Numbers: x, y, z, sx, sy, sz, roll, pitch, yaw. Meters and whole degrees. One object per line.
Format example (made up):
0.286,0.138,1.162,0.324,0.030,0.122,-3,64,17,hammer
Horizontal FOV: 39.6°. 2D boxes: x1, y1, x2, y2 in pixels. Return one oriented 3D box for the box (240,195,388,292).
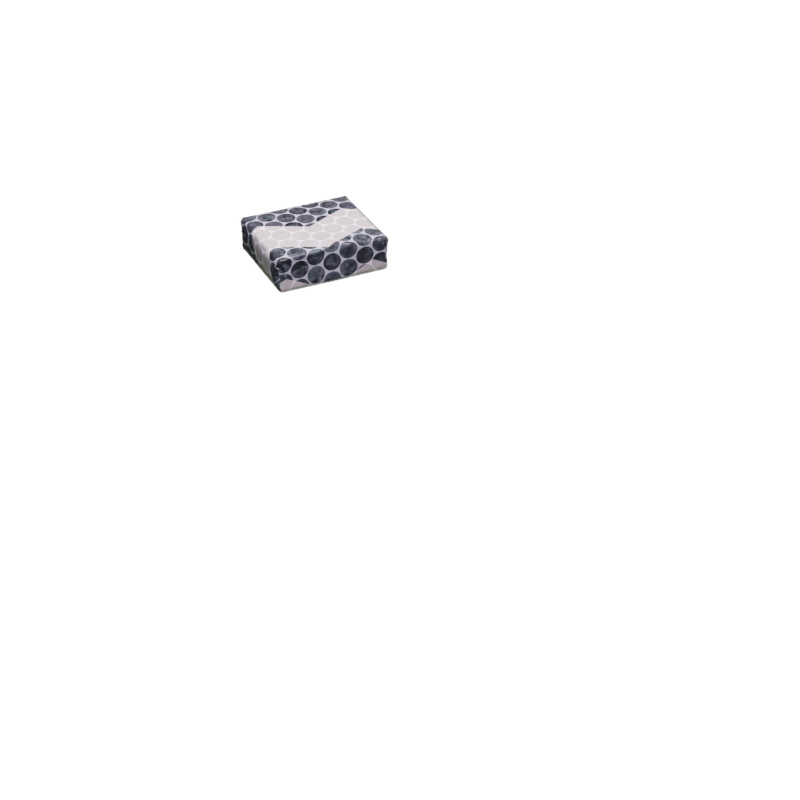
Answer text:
-0.064,-0.117,0.819,0.088,0.028,0.079,-15,37,-21,box
